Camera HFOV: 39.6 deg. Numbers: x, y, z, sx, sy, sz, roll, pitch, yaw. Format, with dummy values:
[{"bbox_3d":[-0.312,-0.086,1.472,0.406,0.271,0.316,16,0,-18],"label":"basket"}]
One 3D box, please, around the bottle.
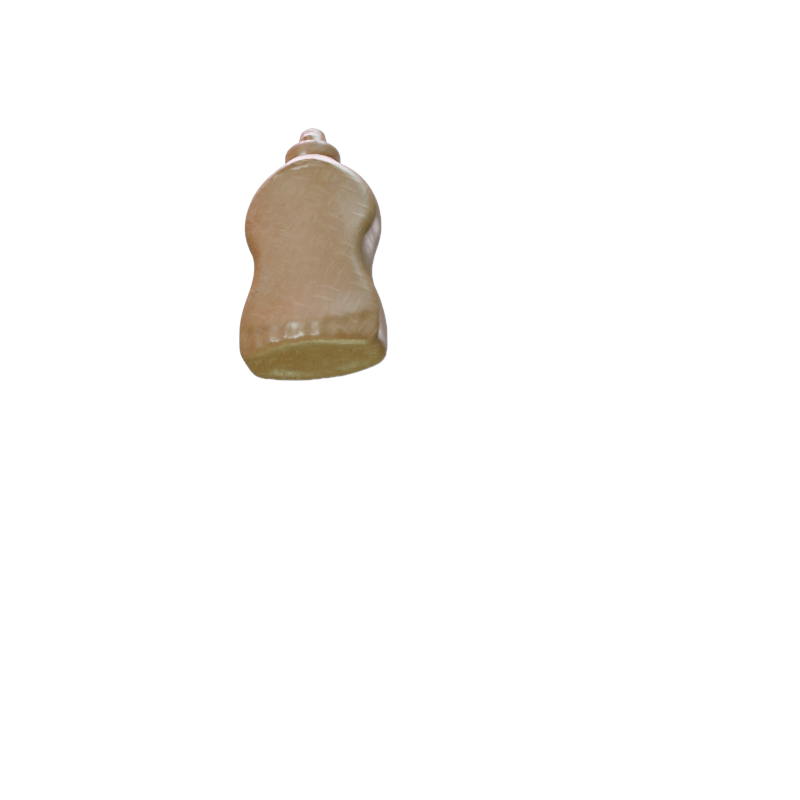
[{"bbox_3d":[-0.061,-0.111,0.776,0.097,0.205,0.054,-9,-32,11],"label":"bottle"}]
